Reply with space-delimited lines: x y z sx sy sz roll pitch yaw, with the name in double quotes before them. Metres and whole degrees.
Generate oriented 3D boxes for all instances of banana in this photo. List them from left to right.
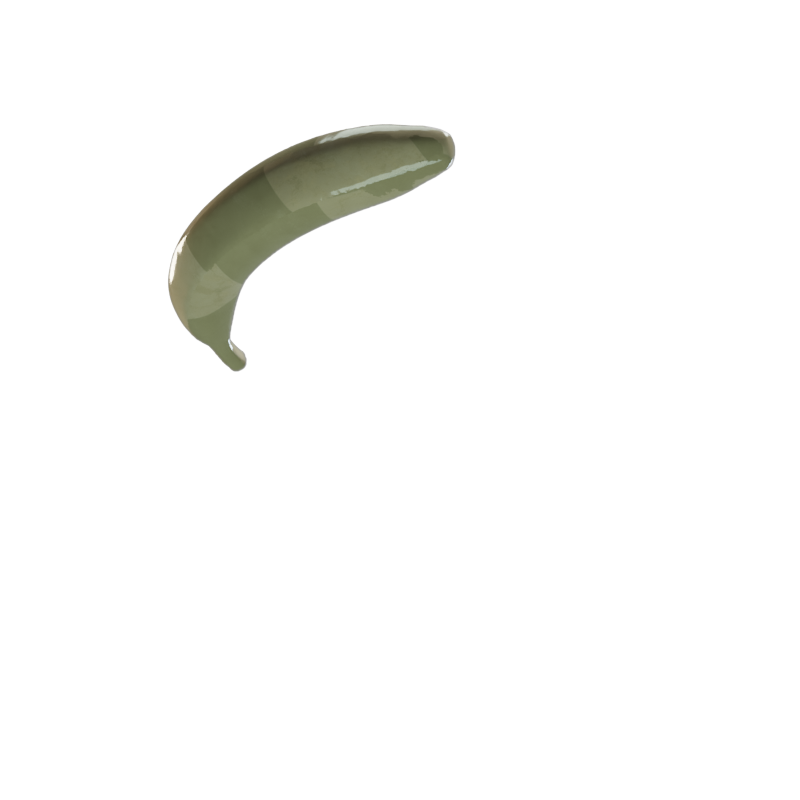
"banana" -0.058 -0.076 0.511 0.066 0.039 0.194 19 -35 -29
